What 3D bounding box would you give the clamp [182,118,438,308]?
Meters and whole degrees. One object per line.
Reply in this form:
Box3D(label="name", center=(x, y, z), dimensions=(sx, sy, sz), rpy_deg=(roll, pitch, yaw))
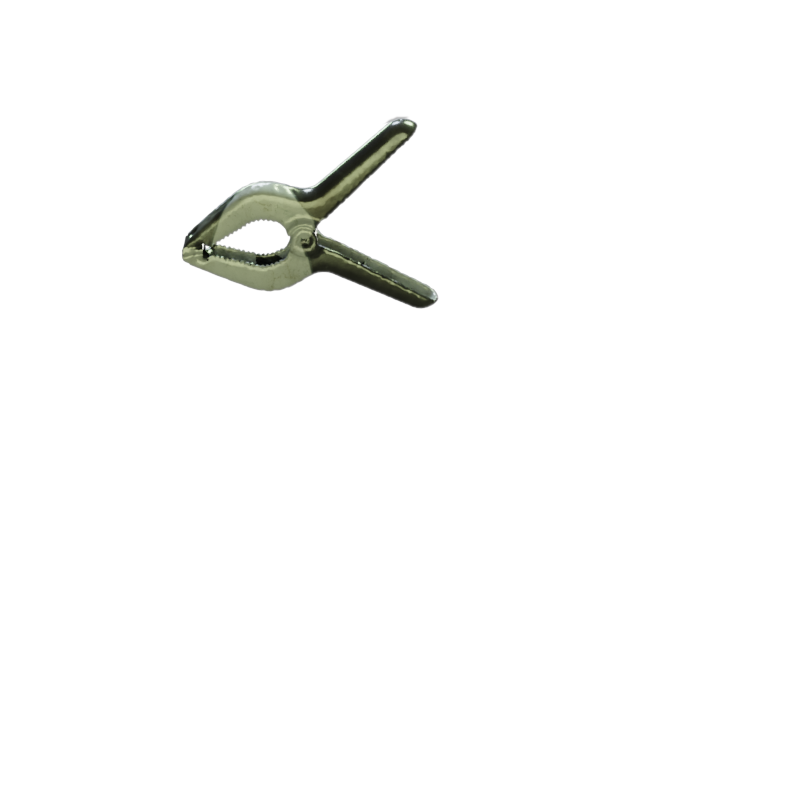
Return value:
Box3D(label="clamp", center=(-0.071, -0.130, 0.907), dimensions=(0.211, 0.155, 0.038), rpy_deg=(-14, 24, 6))
